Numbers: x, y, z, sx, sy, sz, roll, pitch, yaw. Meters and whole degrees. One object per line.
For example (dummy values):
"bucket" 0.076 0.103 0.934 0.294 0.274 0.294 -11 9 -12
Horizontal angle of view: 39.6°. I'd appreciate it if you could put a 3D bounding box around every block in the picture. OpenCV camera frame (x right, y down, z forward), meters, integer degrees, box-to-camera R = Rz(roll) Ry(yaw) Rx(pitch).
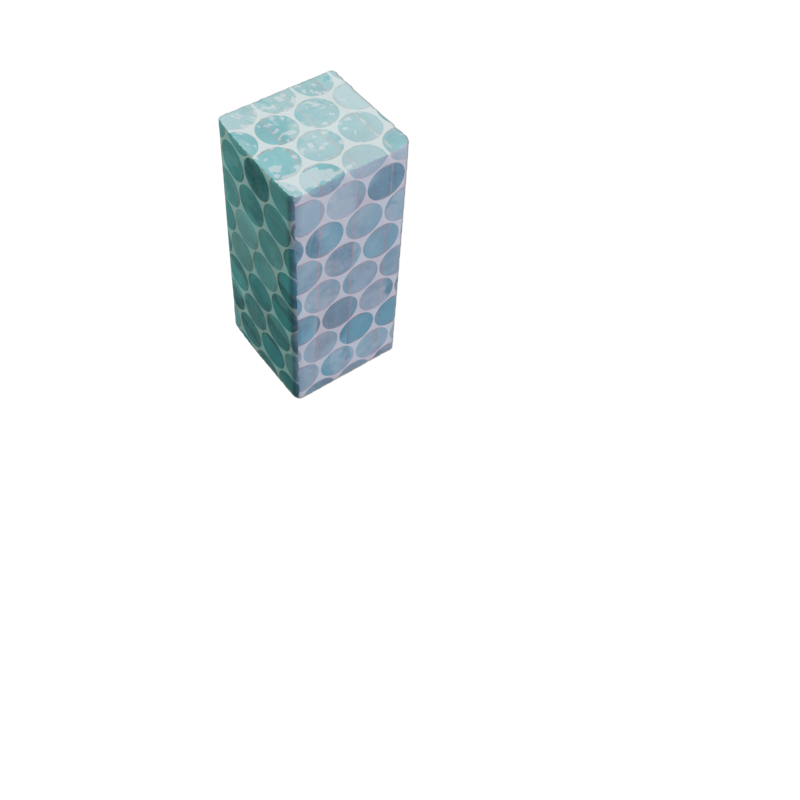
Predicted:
"block" -0.060 -0.108 0.762 0.090 0.097 0.192 -27 -32 -23
